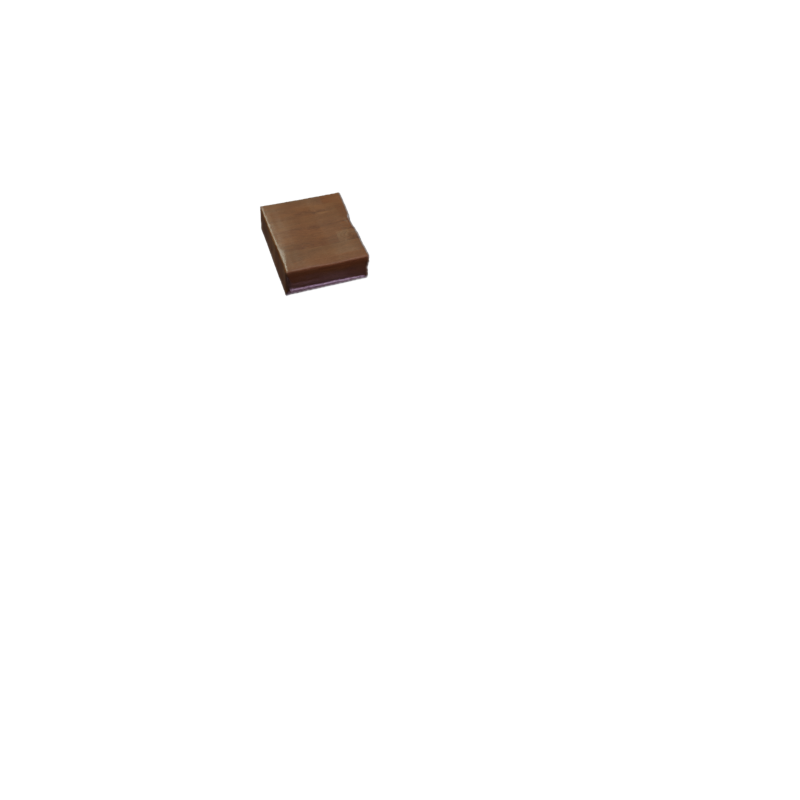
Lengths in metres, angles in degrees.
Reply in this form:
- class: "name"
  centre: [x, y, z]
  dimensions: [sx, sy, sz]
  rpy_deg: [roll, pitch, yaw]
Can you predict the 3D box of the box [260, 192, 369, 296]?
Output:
- class: "box"
  centre: [-0.074, -0.135, 0.946]
  dimensions: [0.072, 0.097, 0.028]
  rpy_deg: [-13, -42, -12]
